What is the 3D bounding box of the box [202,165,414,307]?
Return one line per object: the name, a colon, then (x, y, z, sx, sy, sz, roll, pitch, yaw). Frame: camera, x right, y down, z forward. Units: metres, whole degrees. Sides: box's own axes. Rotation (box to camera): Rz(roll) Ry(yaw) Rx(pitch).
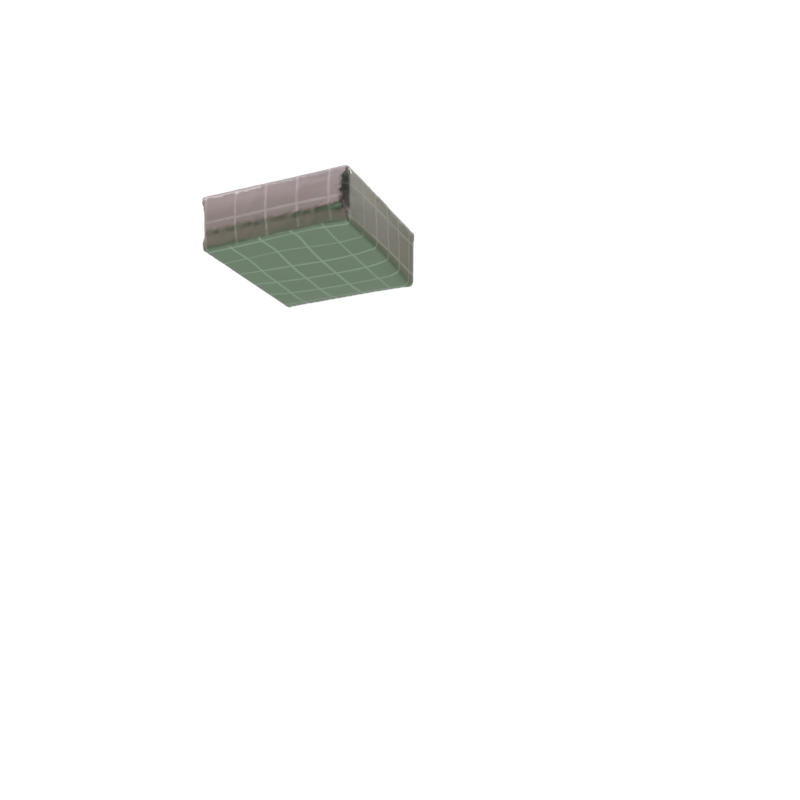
box: (-0.051, -0.093, 0.649, 0.091, 0.041, 0.106, -7, -19, 21)
